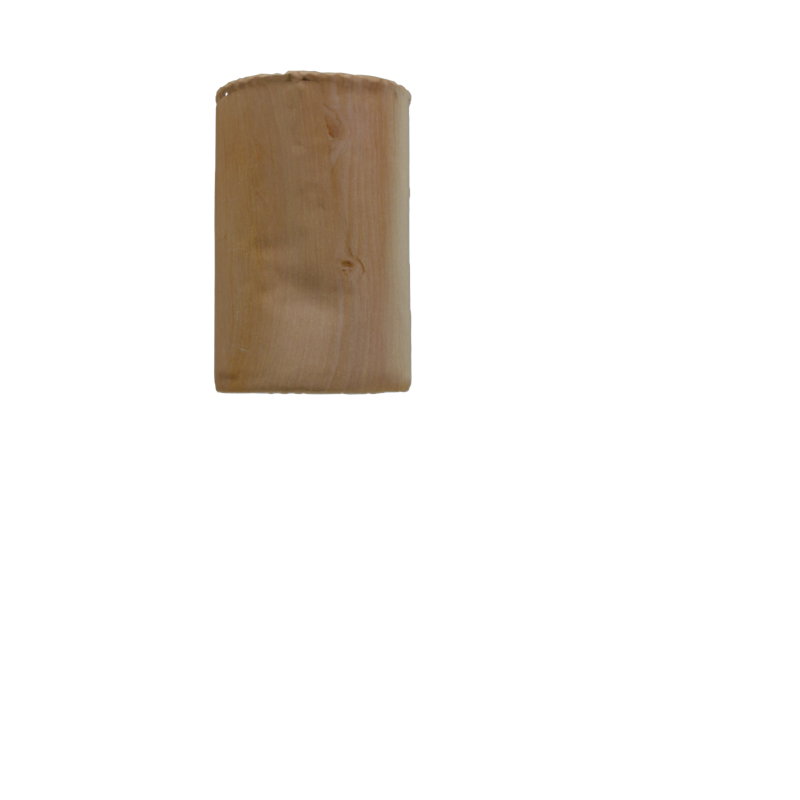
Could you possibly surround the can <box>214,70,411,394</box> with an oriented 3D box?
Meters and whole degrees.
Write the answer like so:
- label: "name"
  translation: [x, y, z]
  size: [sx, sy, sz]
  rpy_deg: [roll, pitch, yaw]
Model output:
- label: "can"
  translation: [-0.030, -0.054, 0.378]
  size: [0.068, 0.104, 0.068]
  rpy_deg: [0, -4, -2]
